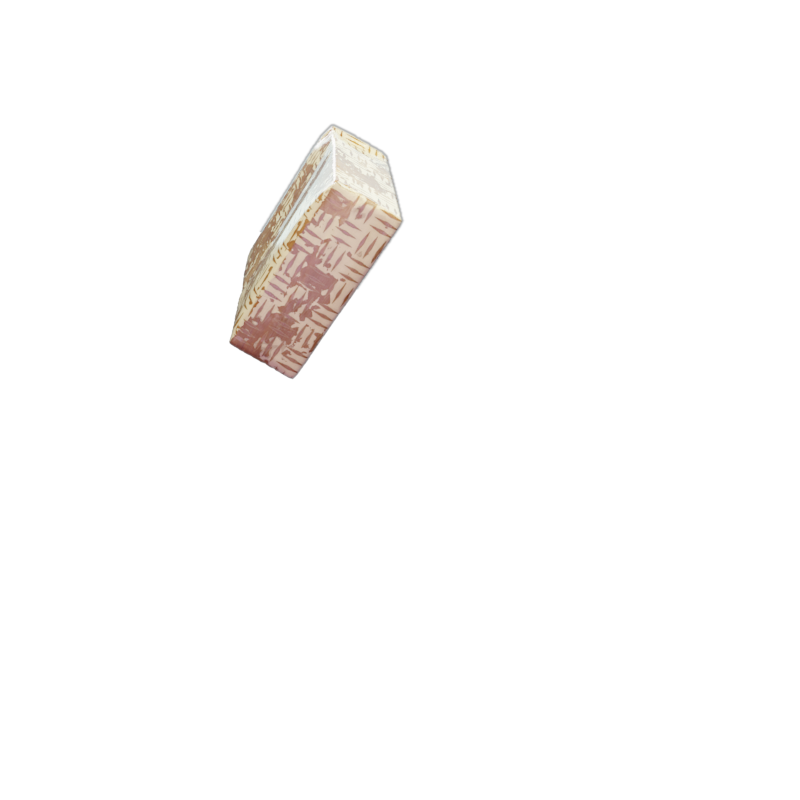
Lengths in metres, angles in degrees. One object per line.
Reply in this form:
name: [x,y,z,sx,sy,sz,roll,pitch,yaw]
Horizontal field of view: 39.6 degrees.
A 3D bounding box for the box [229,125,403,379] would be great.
box: [-0.076,-0.139,0.973,0.070,0.161,0.225,31,18,-16]
